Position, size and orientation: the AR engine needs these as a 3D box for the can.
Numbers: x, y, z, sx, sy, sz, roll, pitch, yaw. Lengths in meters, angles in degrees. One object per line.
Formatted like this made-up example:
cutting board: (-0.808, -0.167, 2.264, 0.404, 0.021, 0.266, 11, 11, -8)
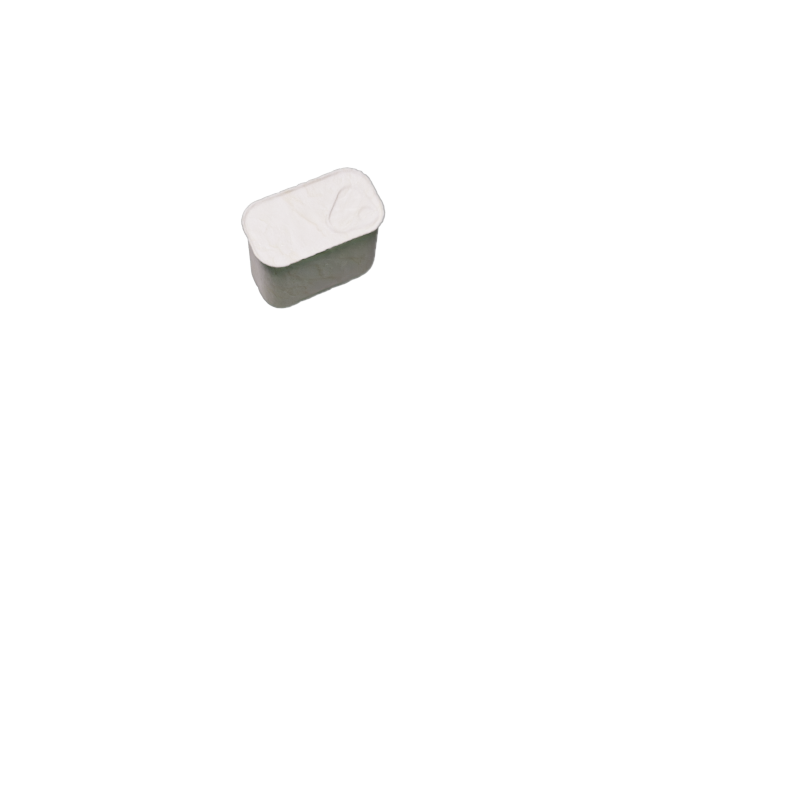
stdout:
can: (-0.065, -0.120, 0.837, 0.101, 0.061, 0.079, -23, -19, -11)
